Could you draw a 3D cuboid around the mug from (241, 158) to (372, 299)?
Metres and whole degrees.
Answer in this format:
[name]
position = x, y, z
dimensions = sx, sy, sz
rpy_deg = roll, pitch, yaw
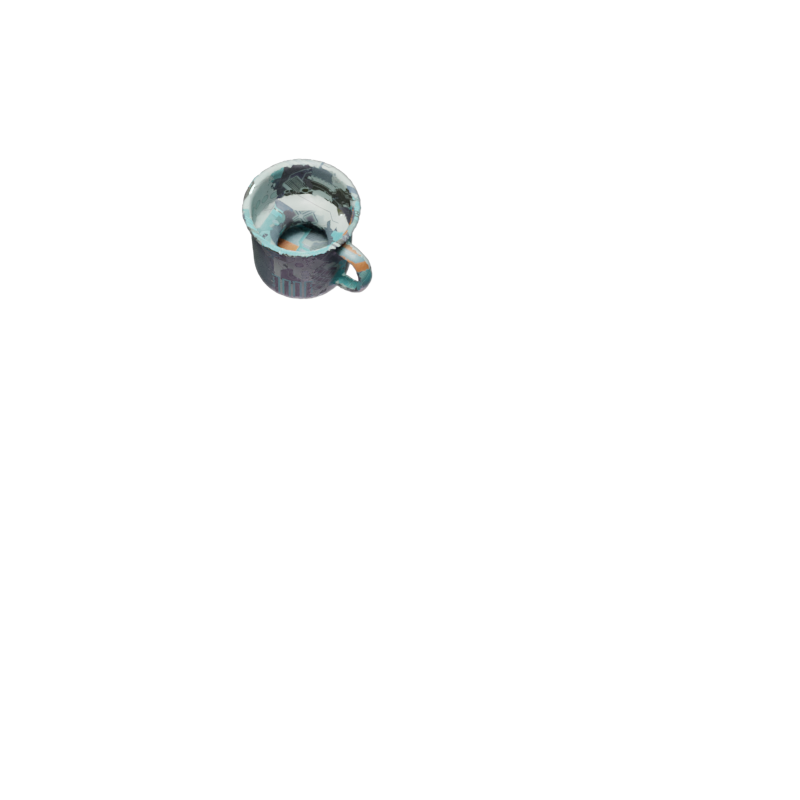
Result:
[mug]
position = -0.070, -0.128, 0.896
dimensions = 0.122, 0.095, 0.077
rpy_deg = 35, -24, 17
